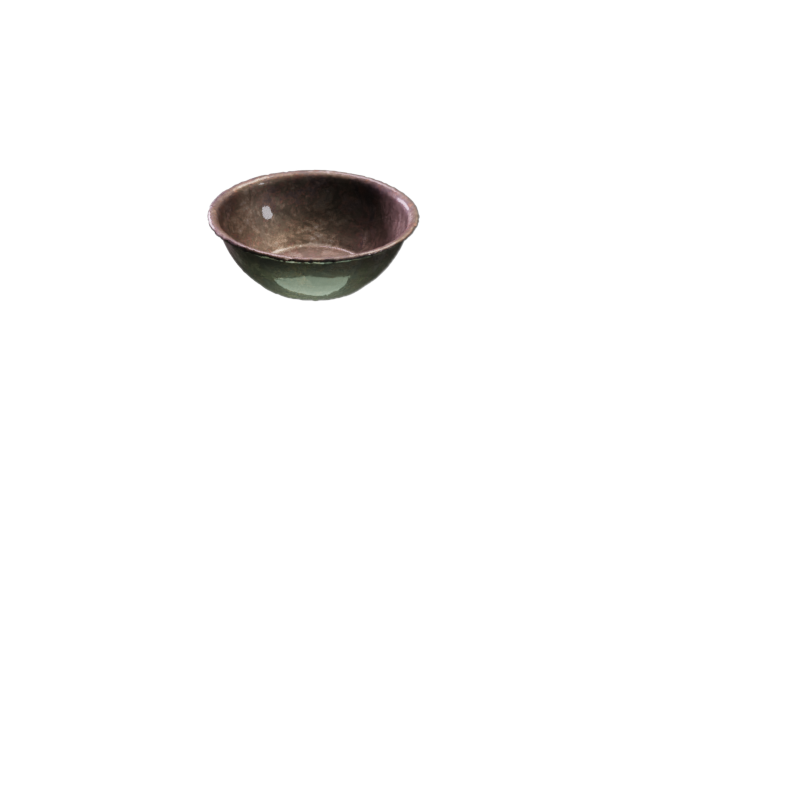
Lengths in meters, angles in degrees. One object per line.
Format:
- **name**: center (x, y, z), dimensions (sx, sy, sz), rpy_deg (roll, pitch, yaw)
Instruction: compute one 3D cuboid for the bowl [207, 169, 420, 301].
- **bowl**: center (-0.067, -0.123, 0.859), dimensions (0.162, 0.052, 0.173), rpy_deg (-1, 33, -2)
